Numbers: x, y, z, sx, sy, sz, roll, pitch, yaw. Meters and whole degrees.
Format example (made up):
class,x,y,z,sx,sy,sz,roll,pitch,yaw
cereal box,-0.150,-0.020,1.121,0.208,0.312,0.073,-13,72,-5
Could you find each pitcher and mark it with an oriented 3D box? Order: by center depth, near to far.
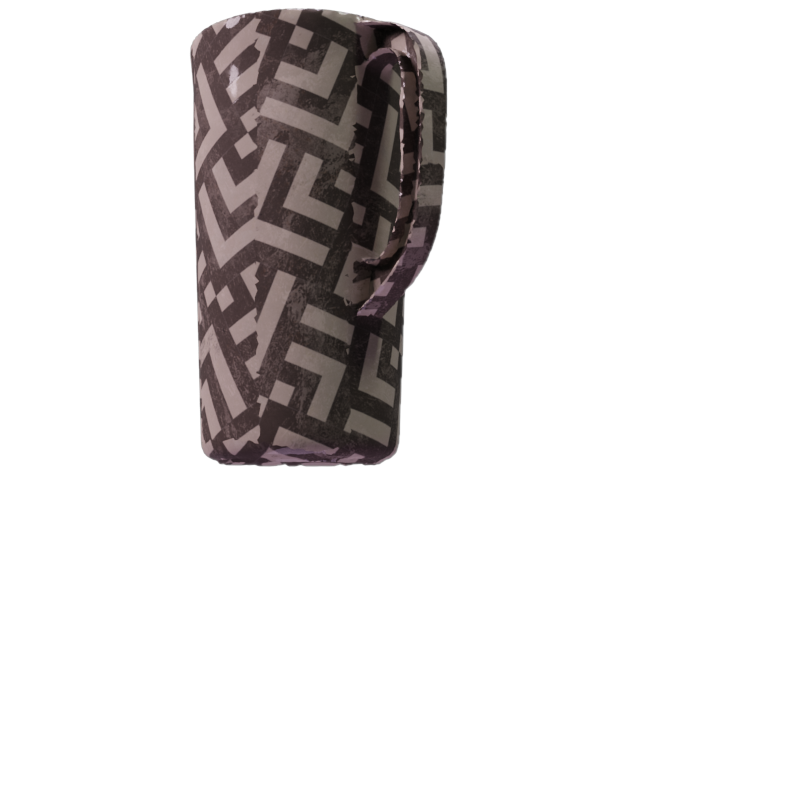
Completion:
class,x,y,z,sx,sy,sz,roll,pitch,yaw
pitcher,-0.048,-0.088,0.618,0.145,0.250,0.145,-1,-11,1
